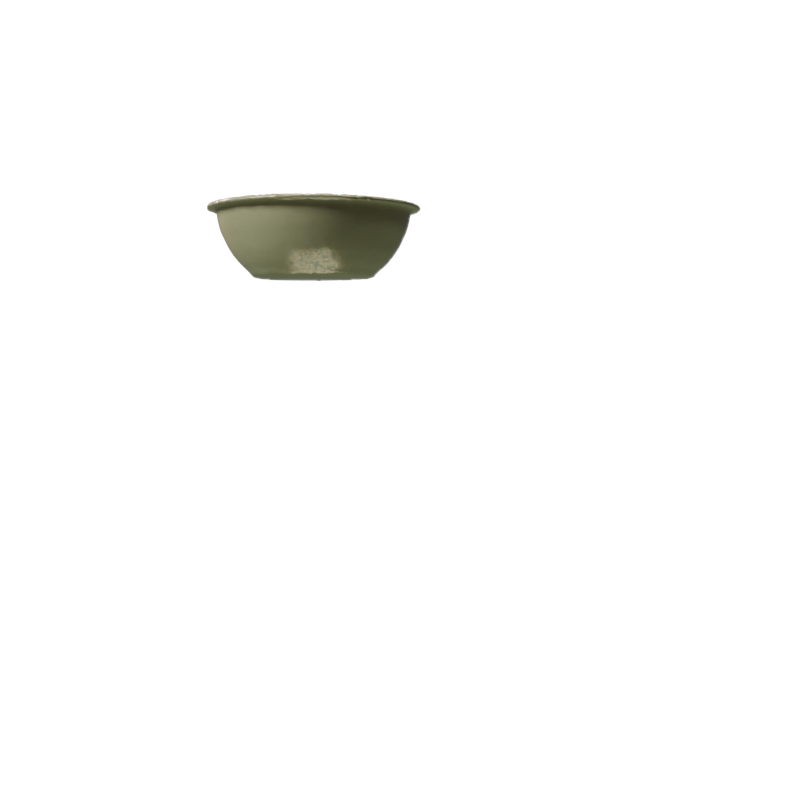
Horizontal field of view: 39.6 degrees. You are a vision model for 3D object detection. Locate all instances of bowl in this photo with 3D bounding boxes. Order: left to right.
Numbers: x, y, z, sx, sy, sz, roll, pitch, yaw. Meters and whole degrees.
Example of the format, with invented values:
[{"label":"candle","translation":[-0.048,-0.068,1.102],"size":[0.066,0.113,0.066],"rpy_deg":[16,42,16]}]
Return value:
[{"label":"bowl","translation":[-0.066,-0.120,0.837],"size":[0.162,0.055,0.162],"rpy_deg":[0,2,-2]}]
